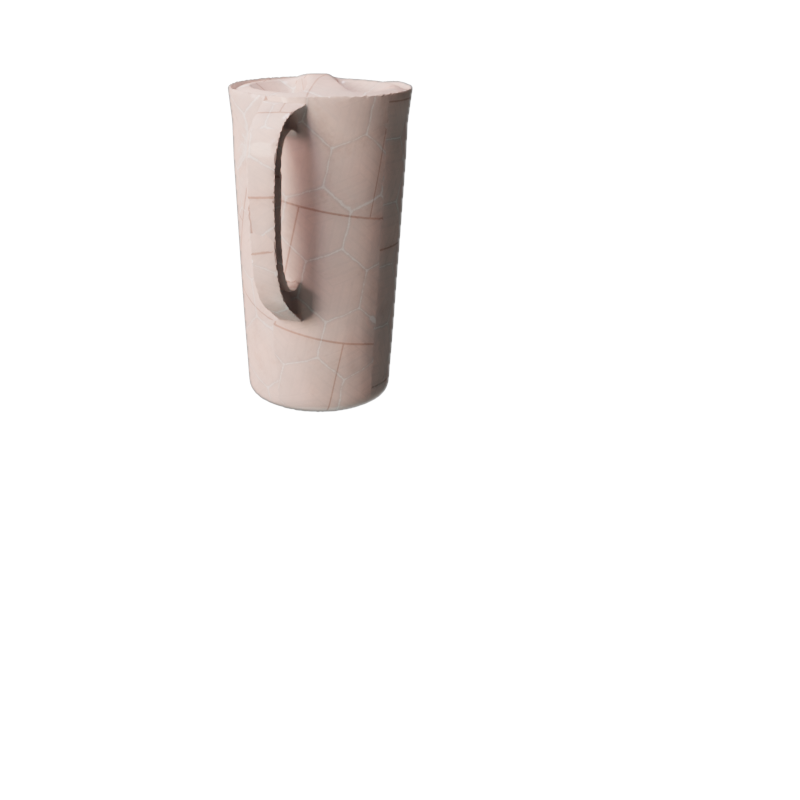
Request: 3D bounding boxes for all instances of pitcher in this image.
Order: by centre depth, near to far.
[{"bbox_3d":[-0.064,-0.117,0.821,0.146,0.235,0.154,-7,18,-26],"label":"pitcher"}]
